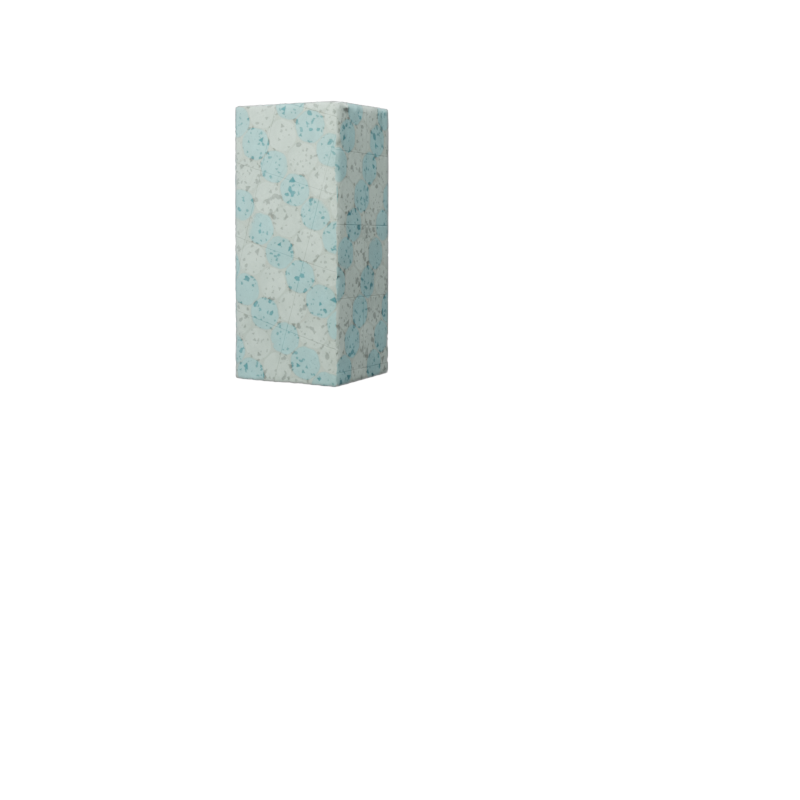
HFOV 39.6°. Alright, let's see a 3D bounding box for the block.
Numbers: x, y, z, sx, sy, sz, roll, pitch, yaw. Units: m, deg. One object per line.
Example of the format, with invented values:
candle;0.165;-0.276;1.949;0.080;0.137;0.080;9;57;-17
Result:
block;-0.066;-0.122;0.851;0.093;0.205;0.088;2;3;28
